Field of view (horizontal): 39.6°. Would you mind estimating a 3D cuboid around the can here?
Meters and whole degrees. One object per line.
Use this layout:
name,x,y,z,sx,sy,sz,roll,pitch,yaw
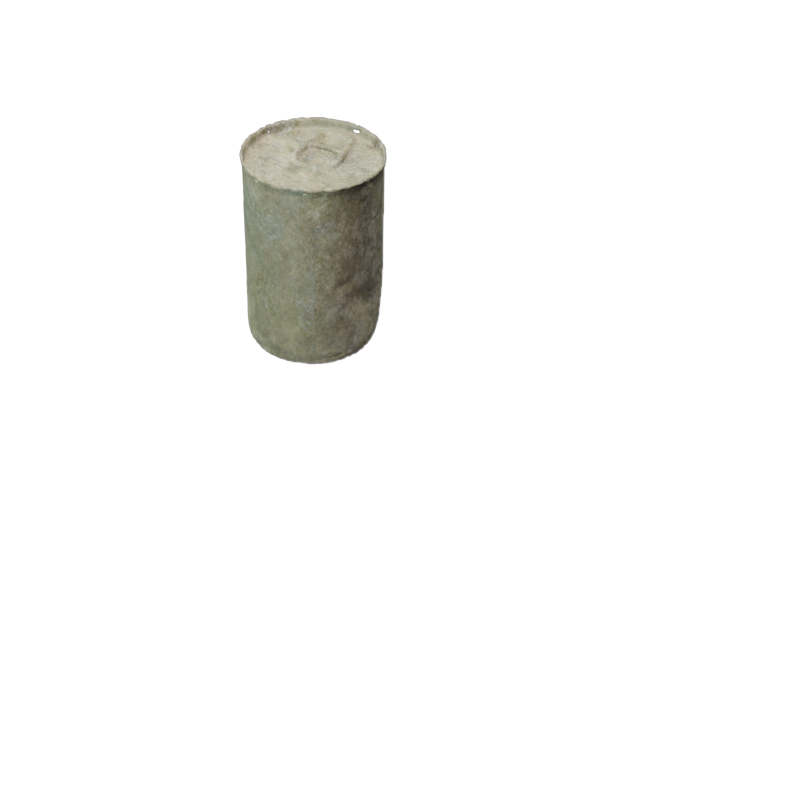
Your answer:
can,-0.042,-0.077,0.539,0.068,0.095,0.073,0,38,-3
